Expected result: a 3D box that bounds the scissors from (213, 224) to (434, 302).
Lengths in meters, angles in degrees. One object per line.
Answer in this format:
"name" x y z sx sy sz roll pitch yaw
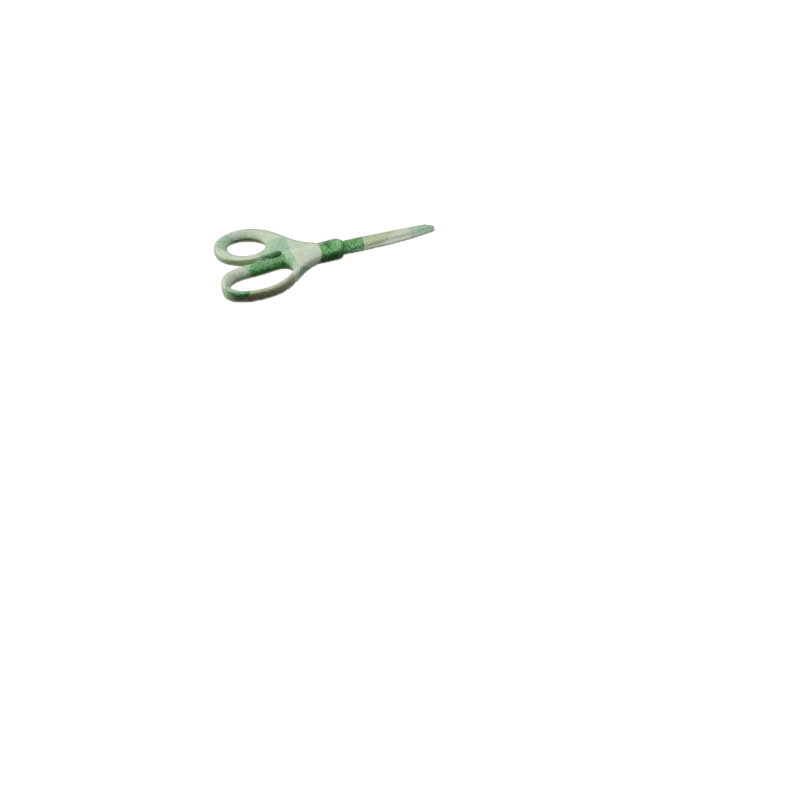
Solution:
"scissors" -0.077 -0.140 0.983 0.201 0.015 0.104 -27 49 -26
